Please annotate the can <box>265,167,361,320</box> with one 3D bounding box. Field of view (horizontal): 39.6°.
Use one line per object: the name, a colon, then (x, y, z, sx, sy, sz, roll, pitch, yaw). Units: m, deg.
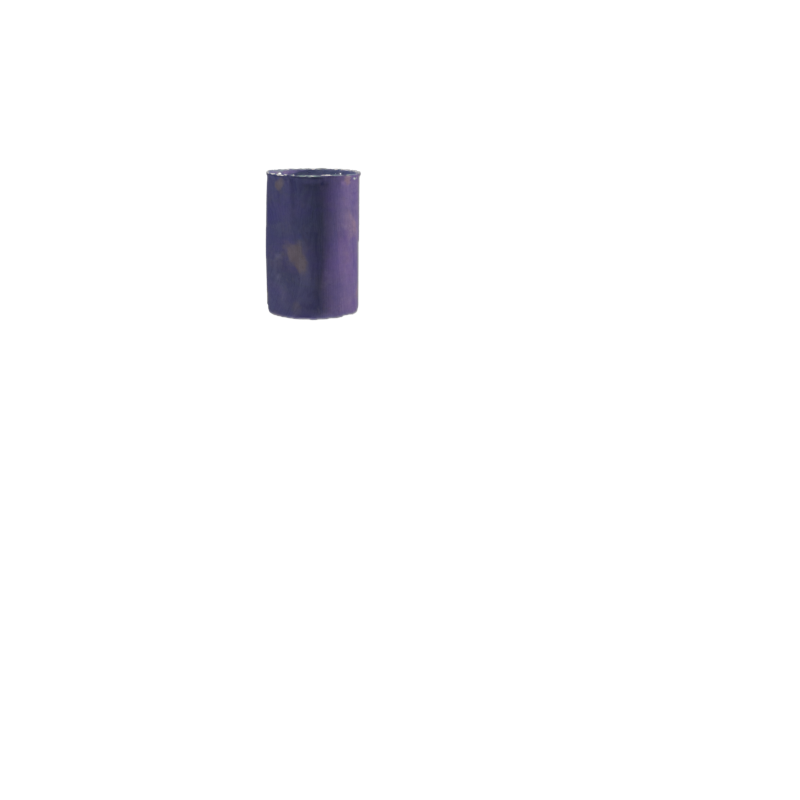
can: (-0.063, -0.114, 0.800, 0.068, 0.100, 0.070, 0, 10, -2)
